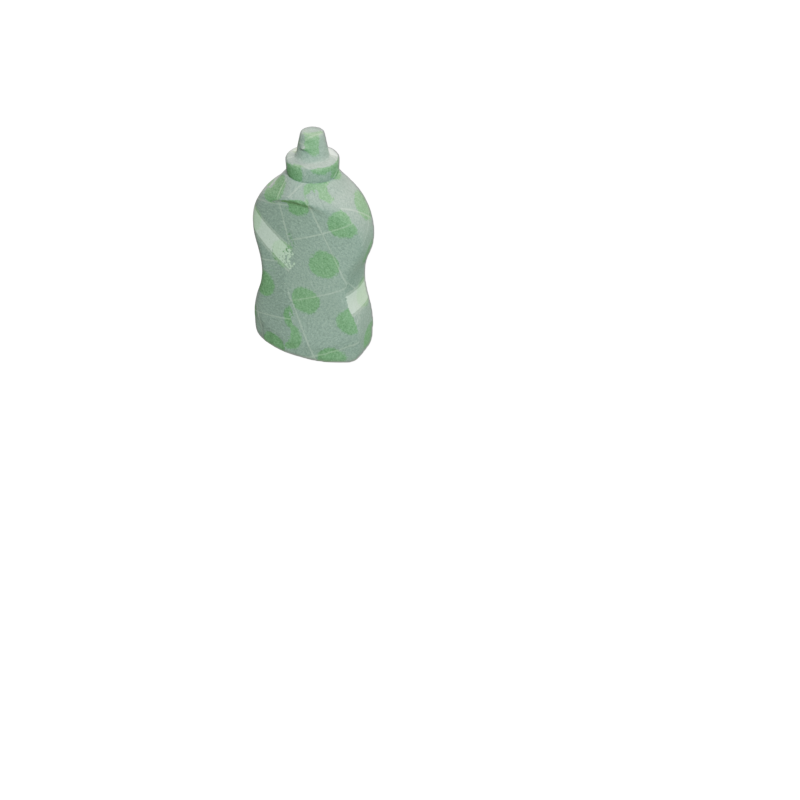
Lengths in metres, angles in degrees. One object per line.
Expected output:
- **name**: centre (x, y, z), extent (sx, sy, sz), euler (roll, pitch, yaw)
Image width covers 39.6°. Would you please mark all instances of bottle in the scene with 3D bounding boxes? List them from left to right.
- **bottle**: centre (-0.068, -0.124, 0.867), extent (0.100, 0.180, 0.060), euler (17, 36, 21)
